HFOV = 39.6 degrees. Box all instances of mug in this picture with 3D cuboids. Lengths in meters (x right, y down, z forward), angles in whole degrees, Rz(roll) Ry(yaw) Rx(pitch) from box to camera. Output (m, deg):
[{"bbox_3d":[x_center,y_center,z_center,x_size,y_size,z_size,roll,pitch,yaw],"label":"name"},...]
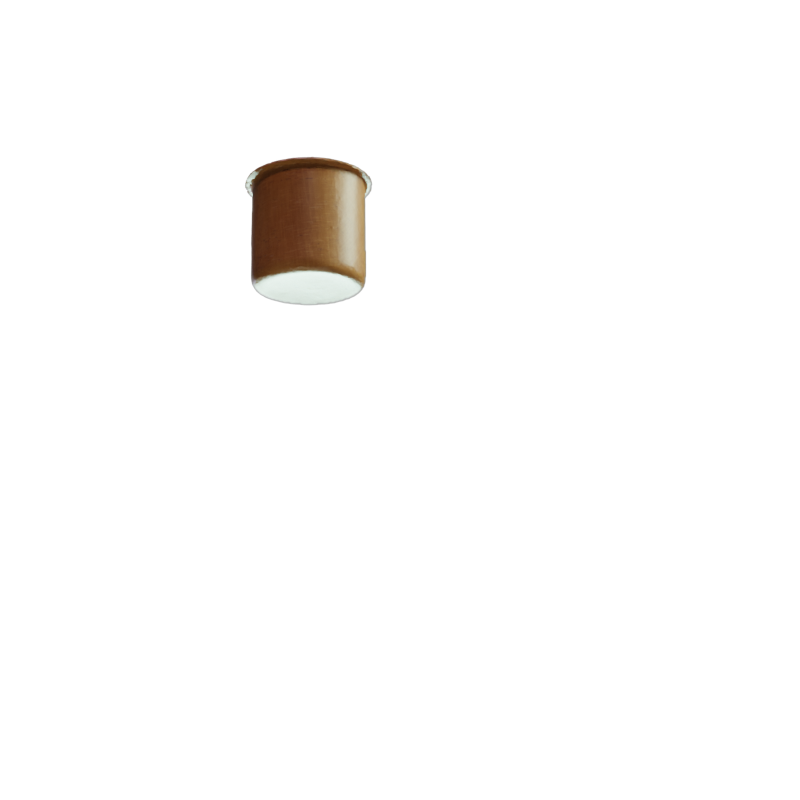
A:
[{"bbox_3d":[-0.063,-0.115,0.807,0.095,0.085,0.110,-5,-18,13],"label":"mug"}]
